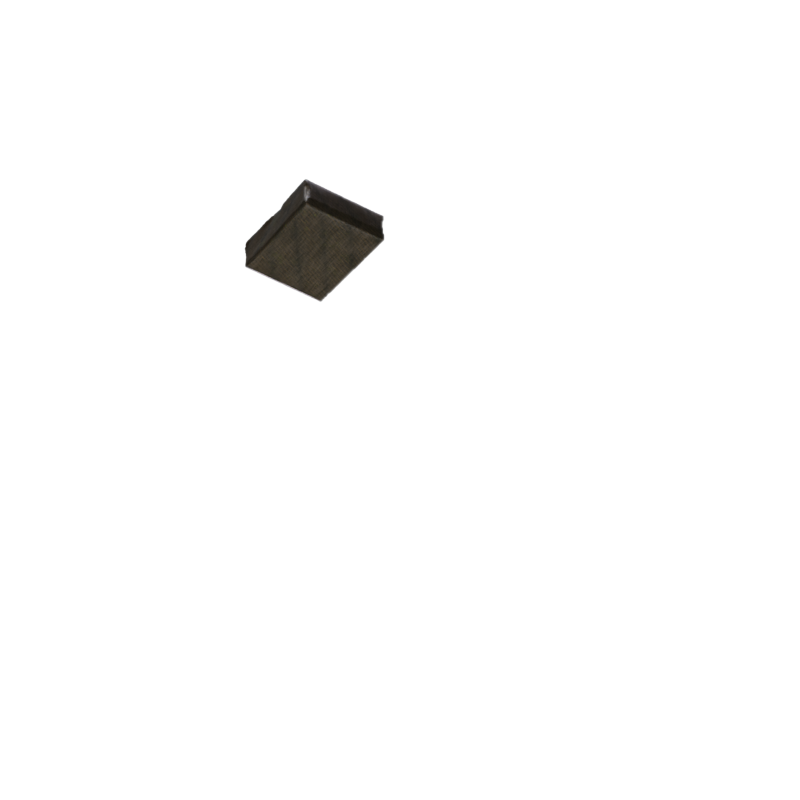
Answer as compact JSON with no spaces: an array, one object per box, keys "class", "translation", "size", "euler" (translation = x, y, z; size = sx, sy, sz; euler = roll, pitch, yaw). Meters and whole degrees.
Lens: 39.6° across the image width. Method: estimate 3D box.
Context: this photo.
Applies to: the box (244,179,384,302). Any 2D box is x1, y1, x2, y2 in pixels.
[{"class":"box","translation":[-0.067,-0.122,0.856],"size":[0.069,0.032,0.087],"euler":[24,-45,-28]}]
